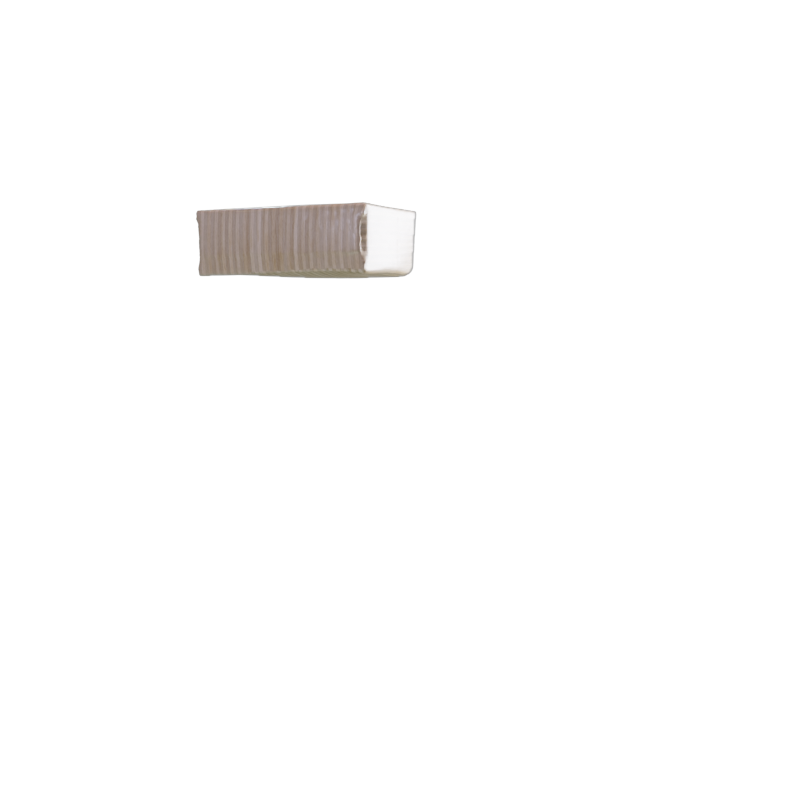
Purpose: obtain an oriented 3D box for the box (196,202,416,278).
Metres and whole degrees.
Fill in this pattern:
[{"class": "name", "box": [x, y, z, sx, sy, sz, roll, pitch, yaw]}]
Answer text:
[{"class": "box", "box": [-0.047, -0.085, 0.596, 0.092, 0.039, 0.111, 1, 4, 16]}]
